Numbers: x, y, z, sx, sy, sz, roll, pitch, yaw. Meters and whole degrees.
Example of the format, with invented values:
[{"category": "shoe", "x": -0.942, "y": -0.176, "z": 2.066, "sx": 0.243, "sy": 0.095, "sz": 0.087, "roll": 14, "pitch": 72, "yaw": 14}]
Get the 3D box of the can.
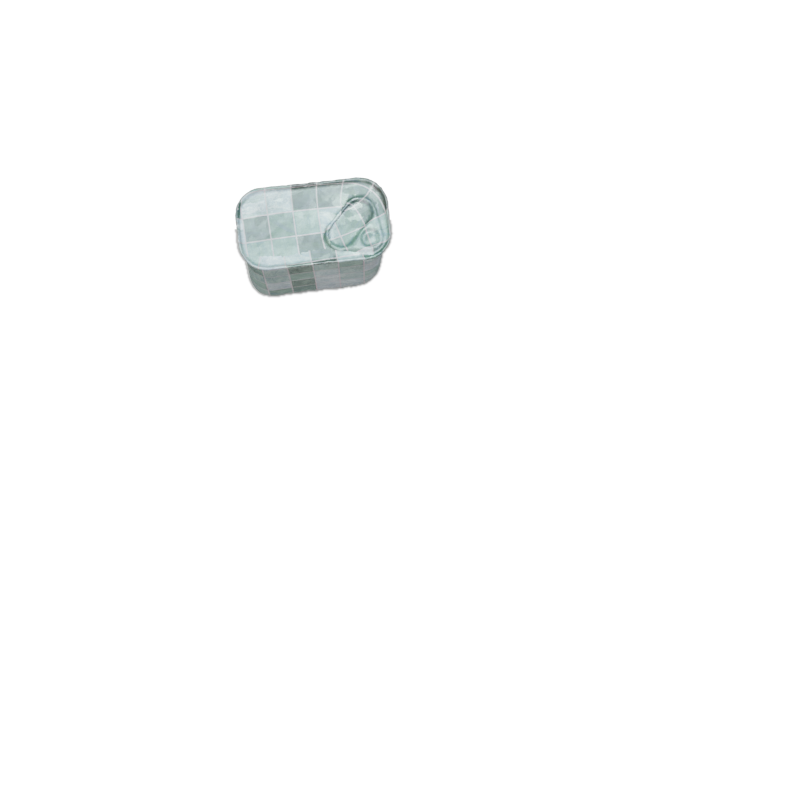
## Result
[{"category": "can", "x": -0.060, "y": -0.110, "z": 0.770, "sx": 0.101, "sy": 0.060, "sz": 0.081, "roll": -7, "pitch": -12, "yaw": -3}]
